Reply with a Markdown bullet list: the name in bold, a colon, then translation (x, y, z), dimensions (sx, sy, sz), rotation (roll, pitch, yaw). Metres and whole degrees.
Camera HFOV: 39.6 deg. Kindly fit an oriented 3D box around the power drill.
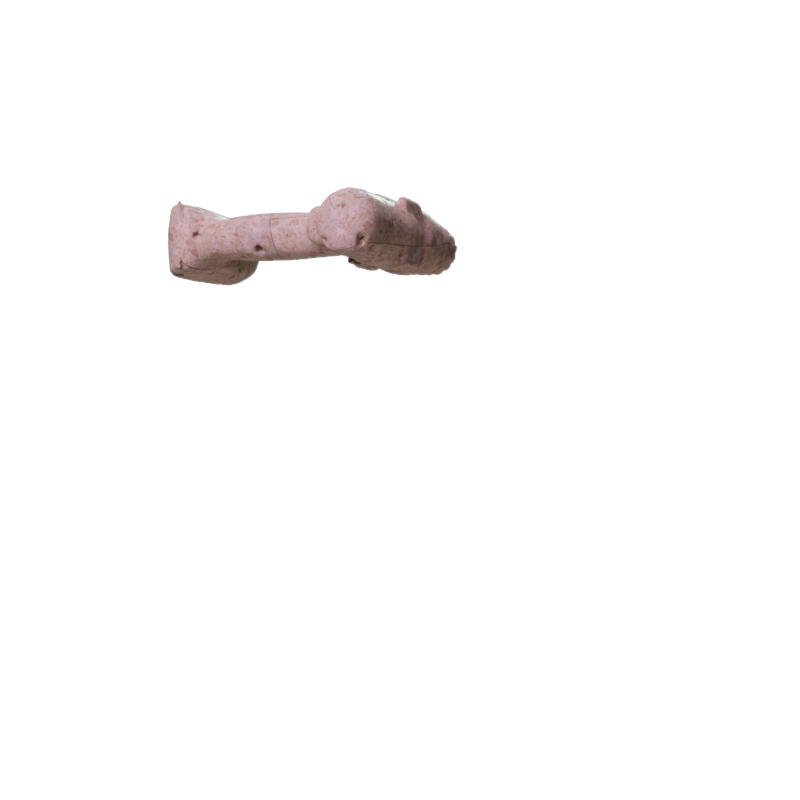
- **power drill**: translation (-0.066, -0.120, 0.840), dimensions (0.193, 0.058, 0.176), rotation (-2, -4, 25)
